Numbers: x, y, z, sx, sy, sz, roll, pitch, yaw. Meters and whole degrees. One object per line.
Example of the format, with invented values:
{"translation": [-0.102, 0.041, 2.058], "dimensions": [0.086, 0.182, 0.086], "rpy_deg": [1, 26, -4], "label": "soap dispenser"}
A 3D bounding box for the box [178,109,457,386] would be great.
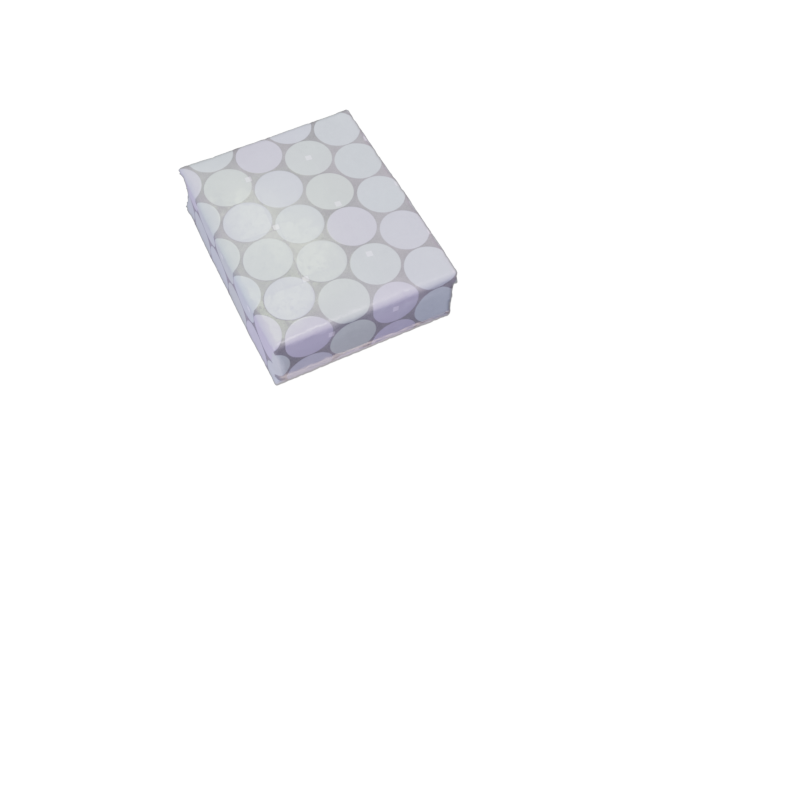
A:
{"translation": [-0.040, -0.073, 0.514], "dimensions": [0.089, 0.122, 0.036], "rpy_deg": [-22, -32, -15], "label": "box"}
